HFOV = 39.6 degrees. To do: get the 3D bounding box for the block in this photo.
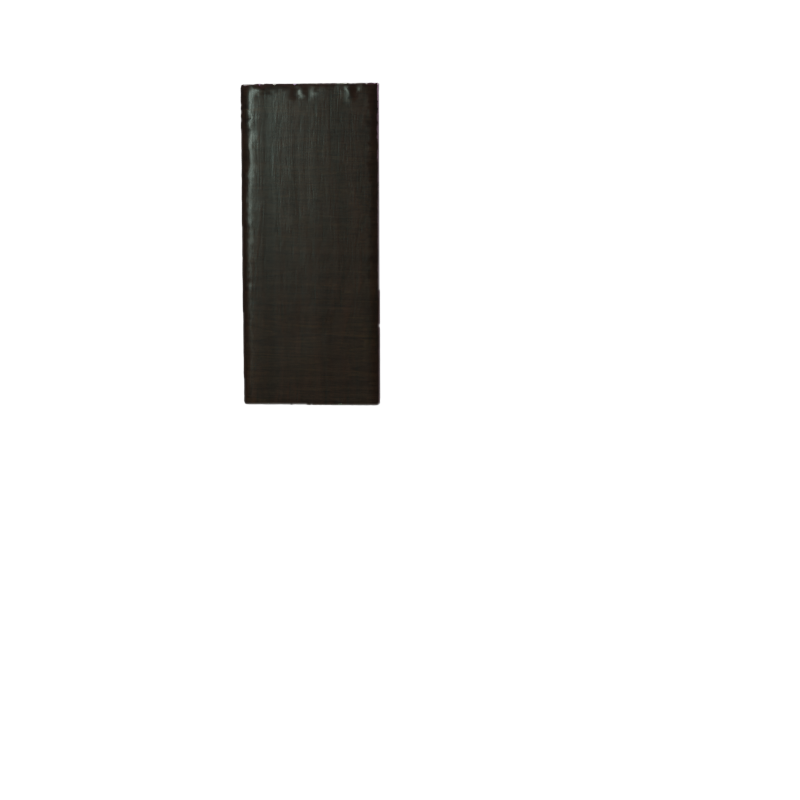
[{"bbox_3d":[-0.059,-0.107,0.750,0.091,0.205,0.091,0,4,0],"label":"block"}]
